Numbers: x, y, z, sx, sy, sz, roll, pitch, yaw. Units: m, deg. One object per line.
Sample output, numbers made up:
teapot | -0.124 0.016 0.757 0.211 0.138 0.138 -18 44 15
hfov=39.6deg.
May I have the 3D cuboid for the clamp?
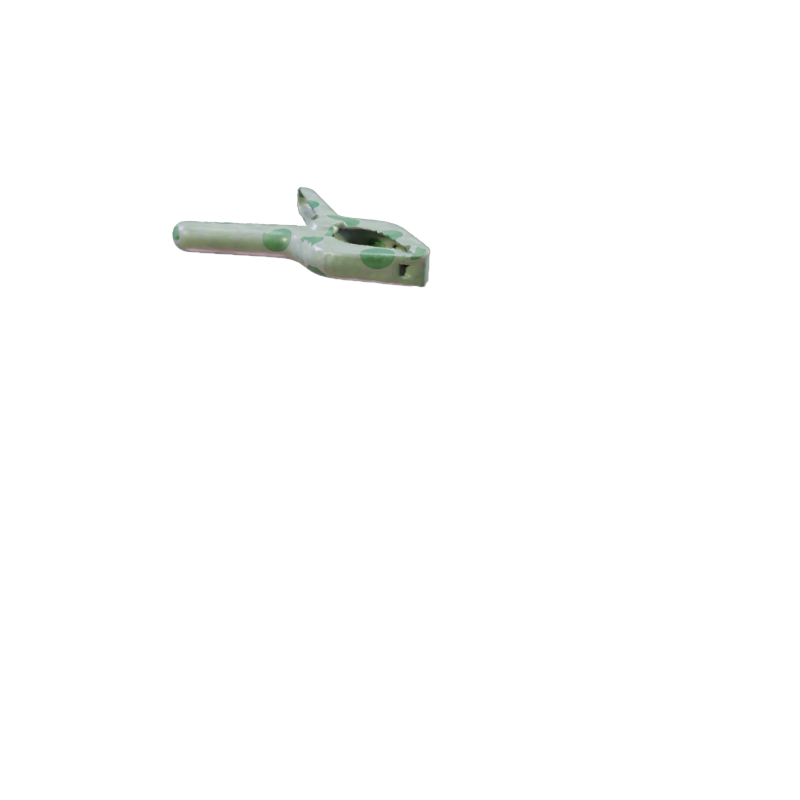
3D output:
clamp | -0.070 -0.128 0.900 0.162 0.035 0.224 -22 34 -38
